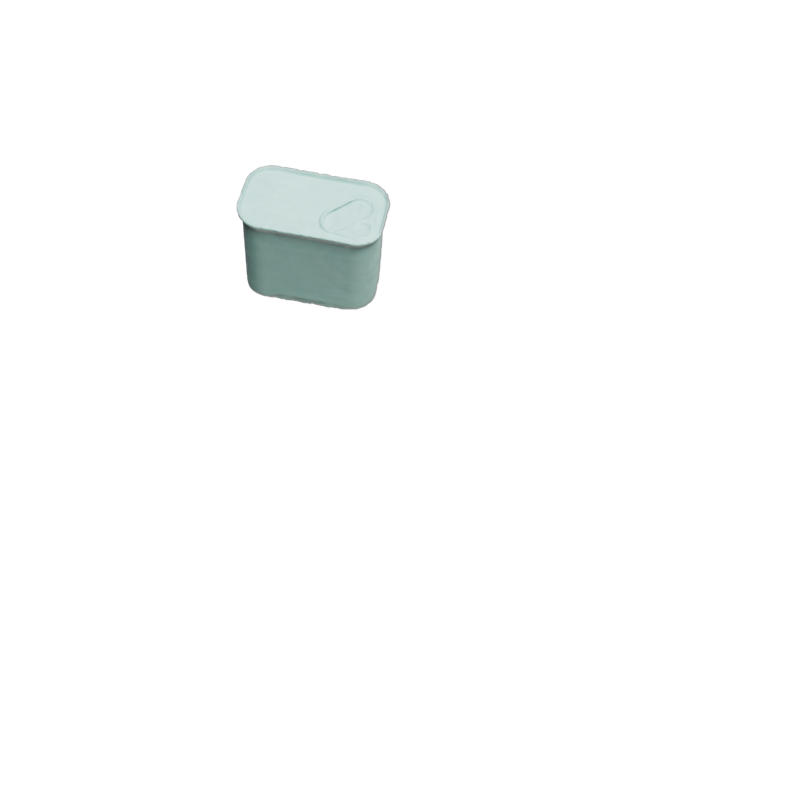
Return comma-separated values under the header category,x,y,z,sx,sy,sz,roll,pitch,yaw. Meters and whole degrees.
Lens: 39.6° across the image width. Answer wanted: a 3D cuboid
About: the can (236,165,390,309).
category,x,y,z,sx,sy,sz,roll,pitch,yaw
can,-0.061,-0.112,0.784,0.103,0.061,0.078,11,-34,6
